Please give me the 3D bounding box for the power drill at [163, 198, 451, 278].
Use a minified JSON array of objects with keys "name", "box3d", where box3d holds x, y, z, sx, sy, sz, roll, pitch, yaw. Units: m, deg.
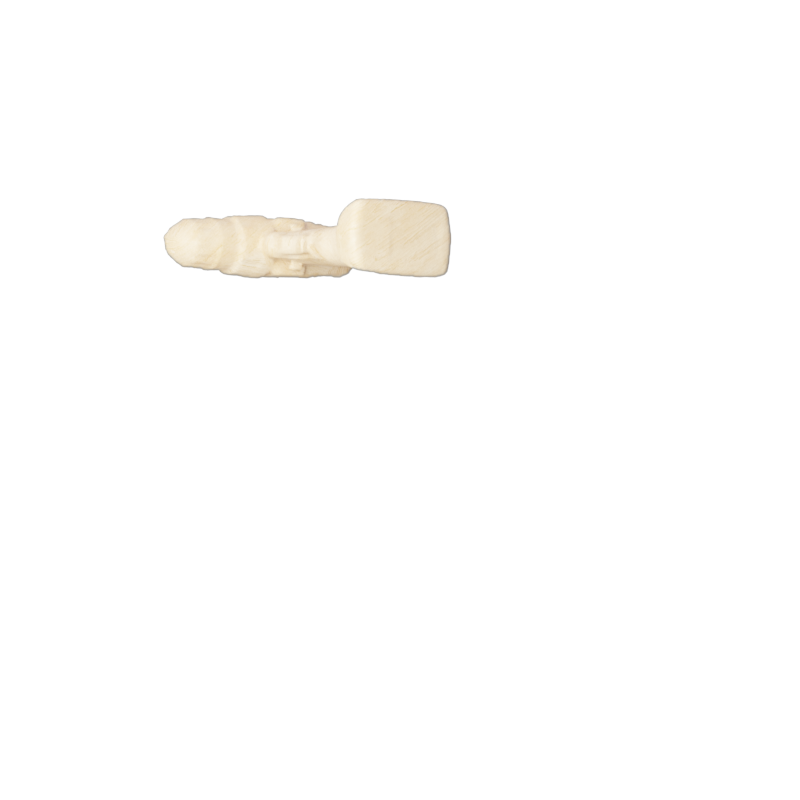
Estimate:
[{"name":"power drill","box3d":[-0.069,-0.125,0.876,0.178,0.057,0.195,-4,7,-40]}]
